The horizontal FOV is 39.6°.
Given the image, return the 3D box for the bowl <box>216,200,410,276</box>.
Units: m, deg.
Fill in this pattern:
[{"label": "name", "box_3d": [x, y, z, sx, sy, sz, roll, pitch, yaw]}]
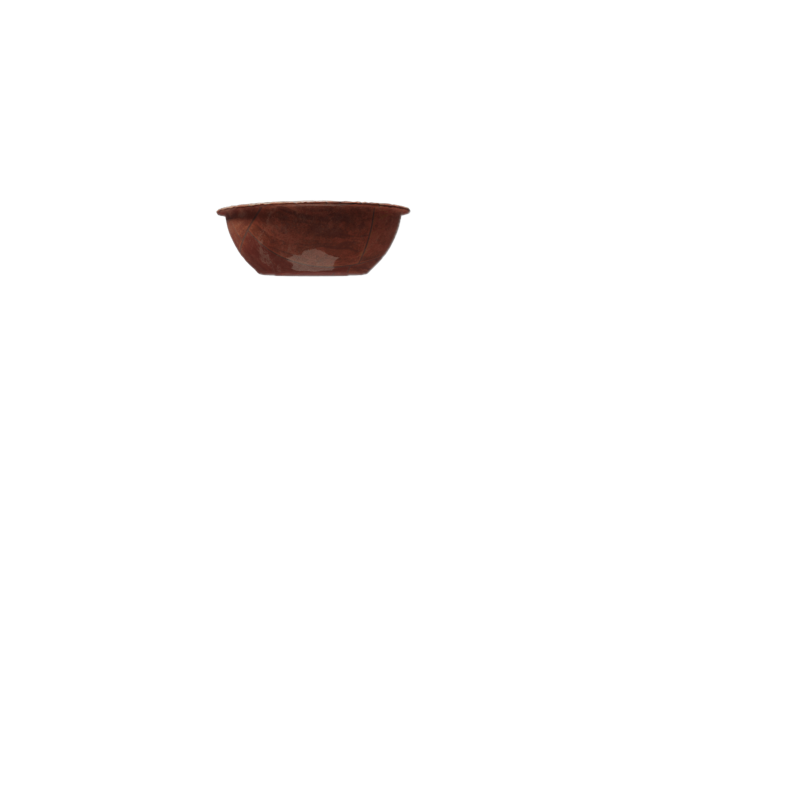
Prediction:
[{"label": "bowl", "box_3d": [-0.072, -0.132, 0.925, 0.162, 0.055, 0.162, 0, 3, -2]}]
